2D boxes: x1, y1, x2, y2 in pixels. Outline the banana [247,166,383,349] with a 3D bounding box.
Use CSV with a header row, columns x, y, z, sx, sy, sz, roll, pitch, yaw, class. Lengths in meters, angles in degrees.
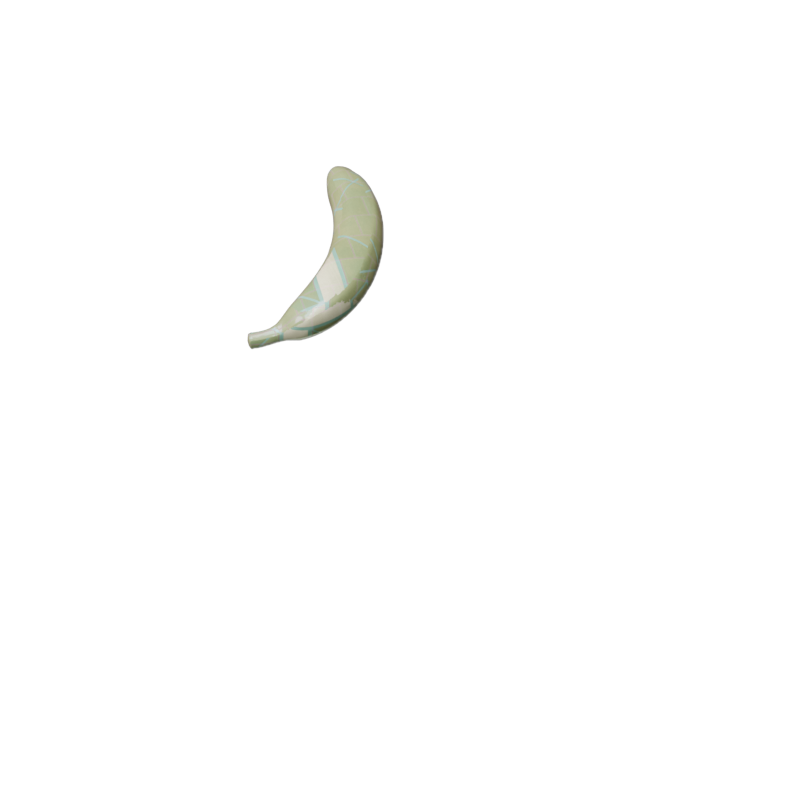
x,y,z,sx,sy,sz,roll,pitch,yaw,class
-0.047,-0.109,0.804,0.071,0.034,0.208,11,46,10,banana
